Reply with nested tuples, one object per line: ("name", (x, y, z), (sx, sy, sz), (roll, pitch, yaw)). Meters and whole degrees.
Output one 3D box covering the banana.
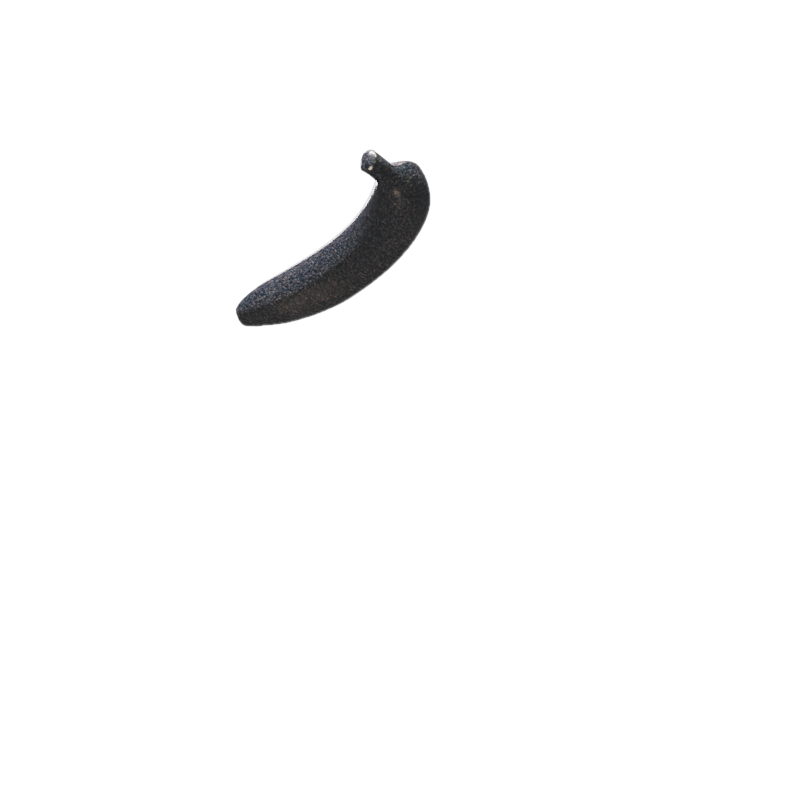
("banana", (-0.034, -0.094, 0.672), (0.067, 0.039, 0.193), (14, -32, -25))
